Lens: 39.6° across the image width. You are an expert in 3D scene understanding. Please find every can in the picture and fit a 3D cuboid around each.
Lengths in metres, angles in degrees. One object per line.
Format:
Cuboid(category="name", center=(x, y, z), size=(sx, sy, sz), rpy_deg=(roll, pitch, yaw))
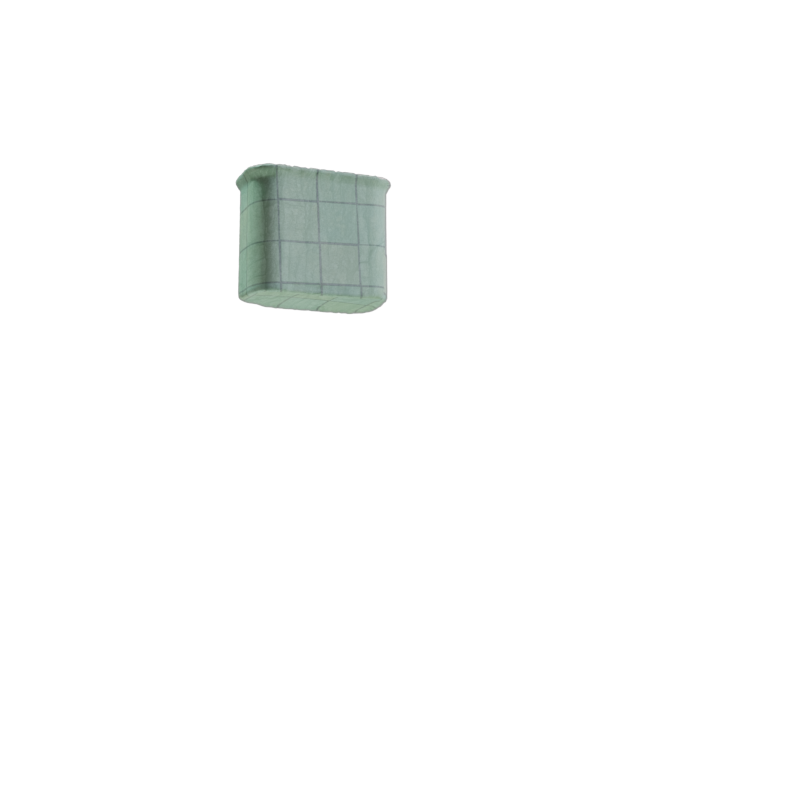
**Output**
Cuboid(category="can", center=(-0.058, -0.105, 0.736), size=(0.099, 0.087, 0.057), rpy_deg=(4, -13, -21))
